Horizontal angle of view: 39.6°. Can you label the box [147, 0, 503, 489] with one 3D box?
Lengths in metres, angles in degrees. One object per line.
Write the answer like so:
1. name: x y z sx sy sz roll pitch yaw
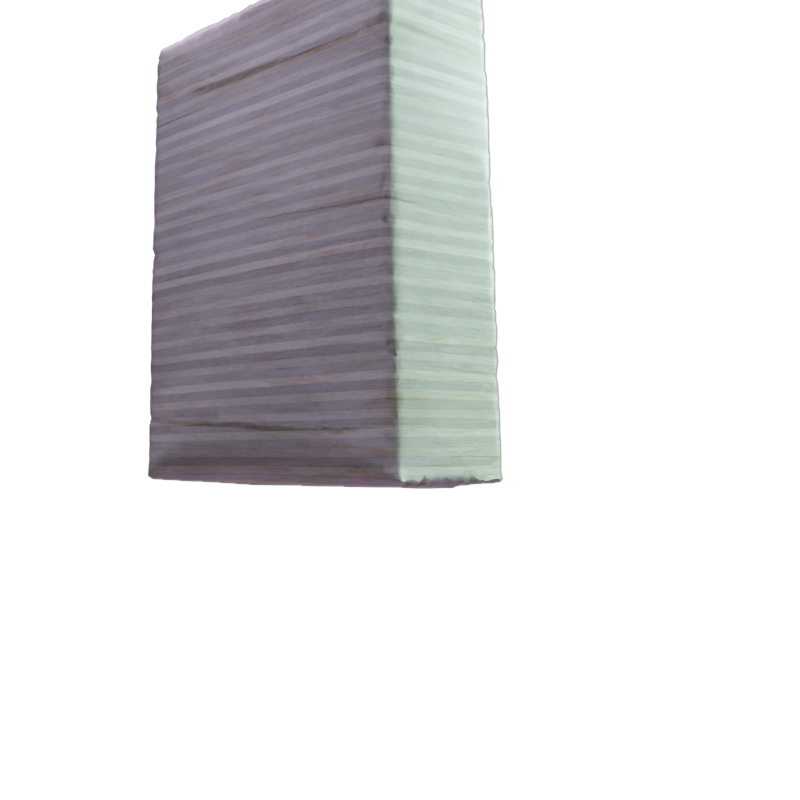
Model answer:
1. box: -0.039 -0.071 0.497 0.068 0.219 0.168 9 -13 -44
